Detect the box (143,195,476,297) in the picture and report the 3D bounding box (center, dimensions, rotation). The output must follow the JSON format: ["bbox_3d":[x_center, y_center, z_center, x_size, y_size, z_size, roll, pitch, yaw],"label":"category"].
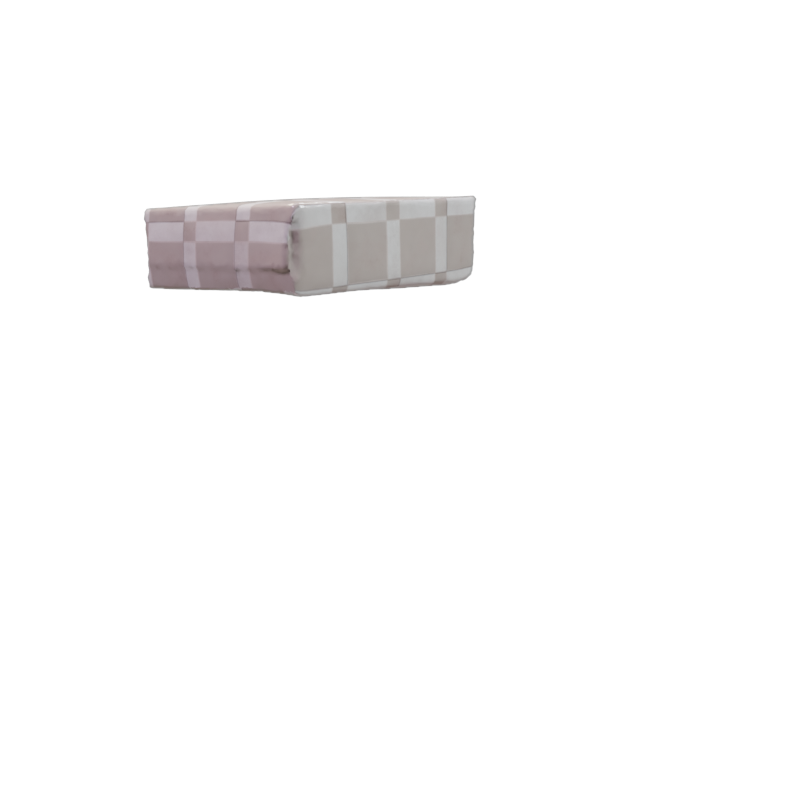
[{"bbox_3d":[-0.036,-0.066,0.465,0.094,0.038,0.110,7,11,41],"label":"box"}]
